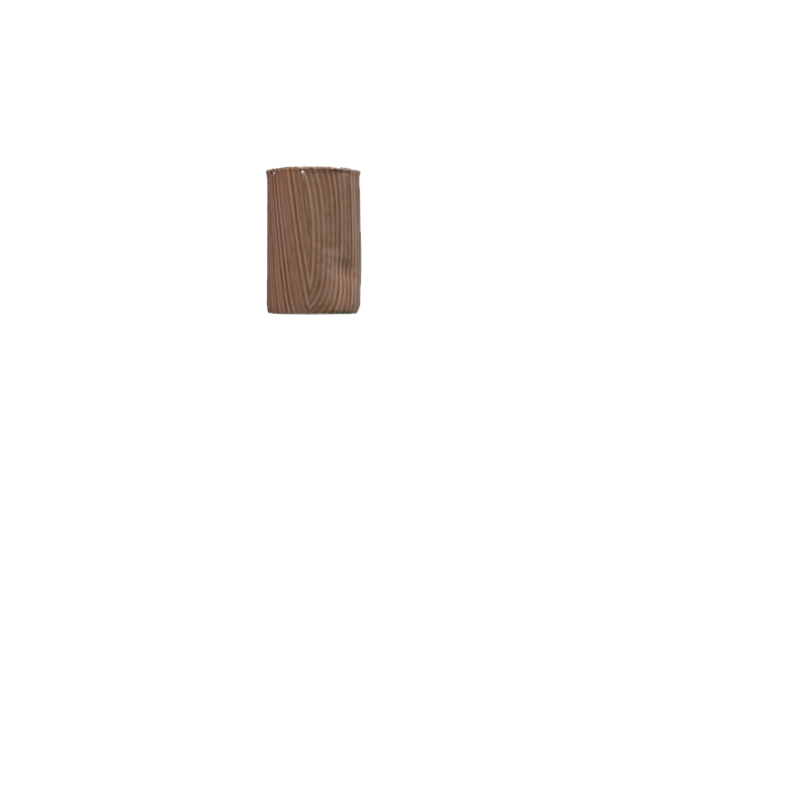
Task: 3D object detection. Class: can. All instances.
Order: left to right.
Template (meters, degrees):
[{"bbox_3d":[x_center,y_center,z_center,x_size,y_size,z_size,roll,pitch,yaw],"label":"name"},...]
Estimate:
[{"bbox_3d":[-0.062,-0.113,0.792,0.068,0.102,0.069,0,1,-2],"label":"can"}]
